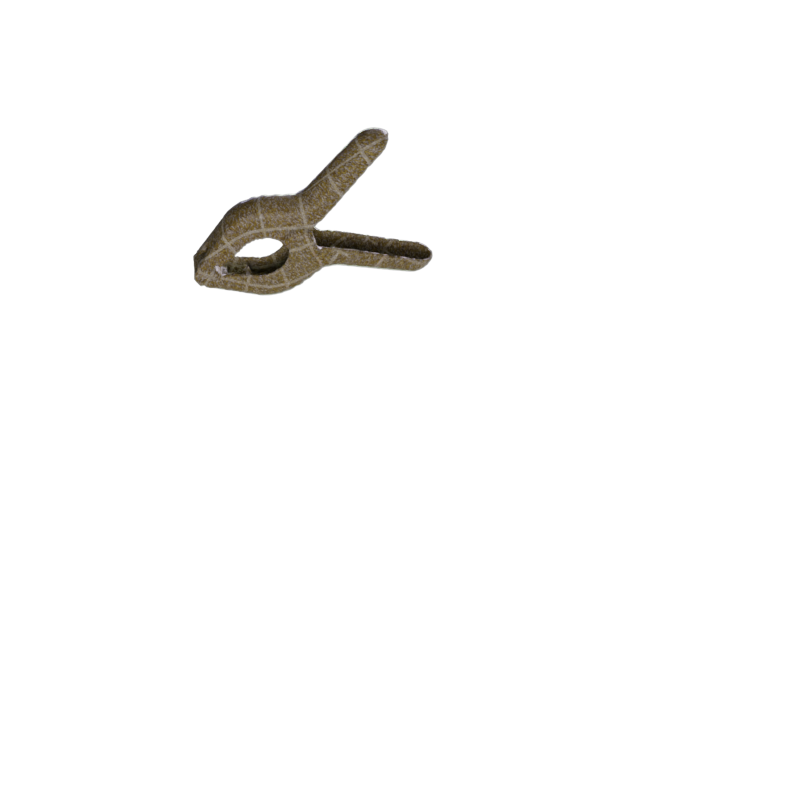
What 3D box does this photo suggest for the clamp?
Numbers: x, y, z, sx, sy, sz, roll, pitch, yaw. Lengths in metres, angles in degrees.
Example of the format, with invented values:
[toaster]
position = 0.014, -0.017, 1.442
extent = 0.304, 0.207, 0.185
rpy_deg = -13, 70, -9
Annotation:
[clamp]
position = -0.062, -0.114, 0.798
extent = 0.172, 0.112, 0.042
rpy_deg = -24, 29, 14
